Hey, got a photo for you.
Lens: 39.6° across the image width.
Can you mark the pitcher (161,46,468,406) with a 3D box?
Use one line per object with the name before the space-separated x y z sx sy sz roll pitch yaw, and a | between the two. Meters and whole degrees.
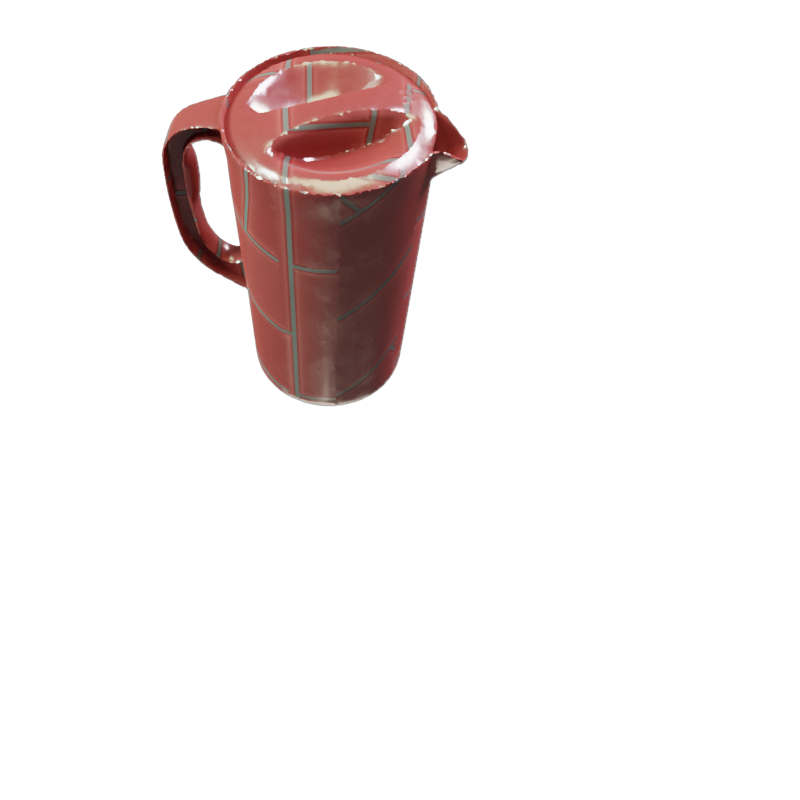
pitcher | -0.058 -0.106 0.744 0.145 0.159 0.227 -32 -30 -25
